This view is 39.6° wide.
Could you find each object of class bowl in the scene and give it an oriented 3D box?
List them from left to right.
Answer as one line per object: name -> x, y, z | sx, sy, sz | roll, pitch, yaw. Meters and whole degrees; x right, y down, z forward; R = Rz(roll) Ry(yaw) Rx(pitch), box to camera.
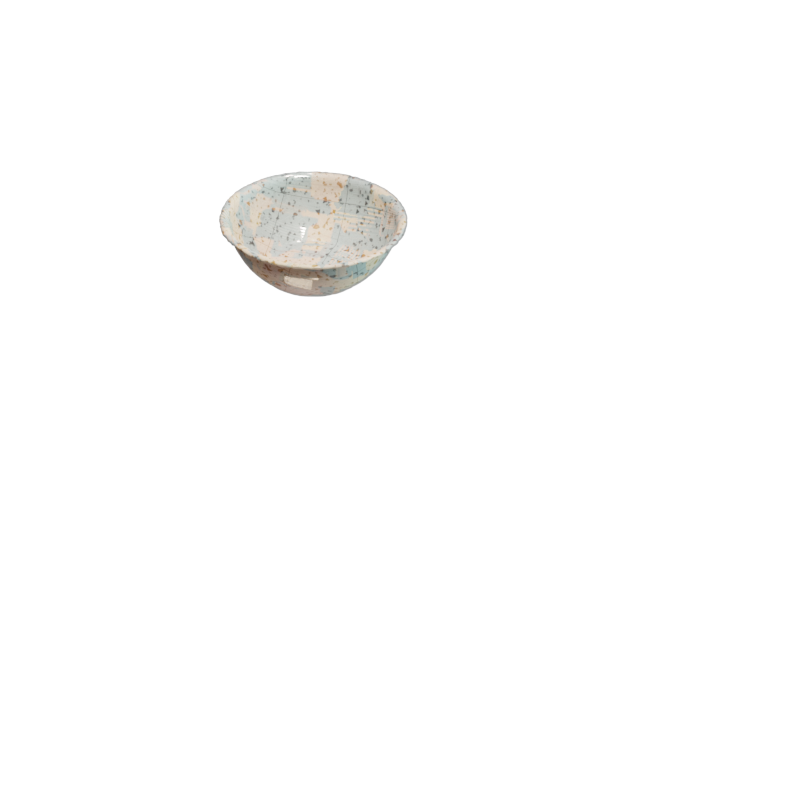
bowl -> -0.075, -0.138, 0.963 | 0.162, 0.051, 0.173 | -1, 37, -2
